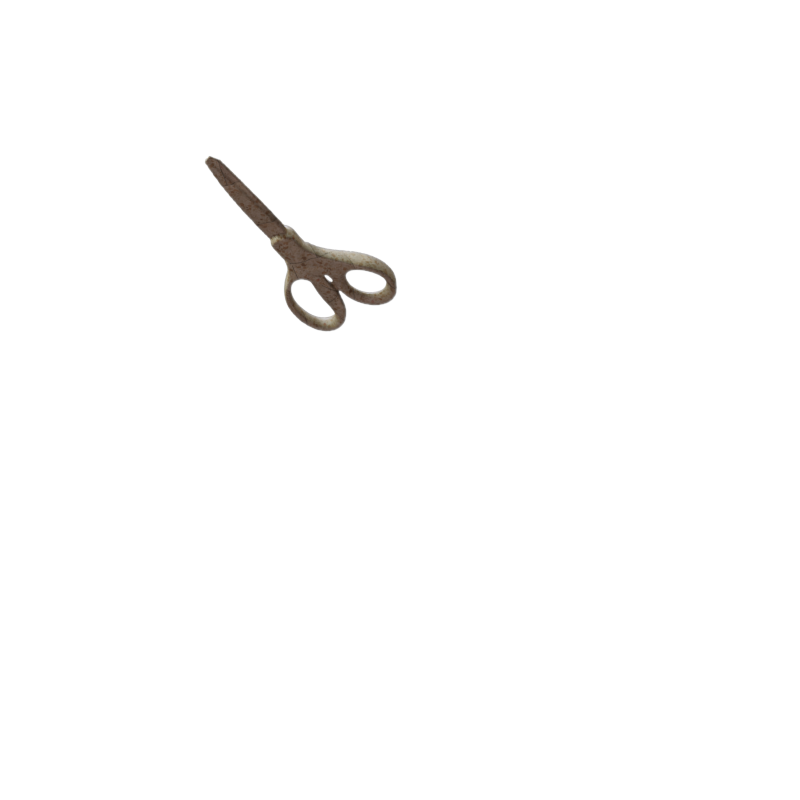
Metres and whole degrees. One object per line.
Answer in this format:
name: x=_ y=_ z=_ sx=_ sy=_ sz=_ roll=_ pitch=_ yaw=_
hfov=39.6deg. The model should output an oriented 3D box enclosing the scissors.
scissors: x=-0.063 y=-0.115 z=0.805 sx=0.097 sy=0.017 sz=0.186 roll=-8 pitch=-37 yaw=11
